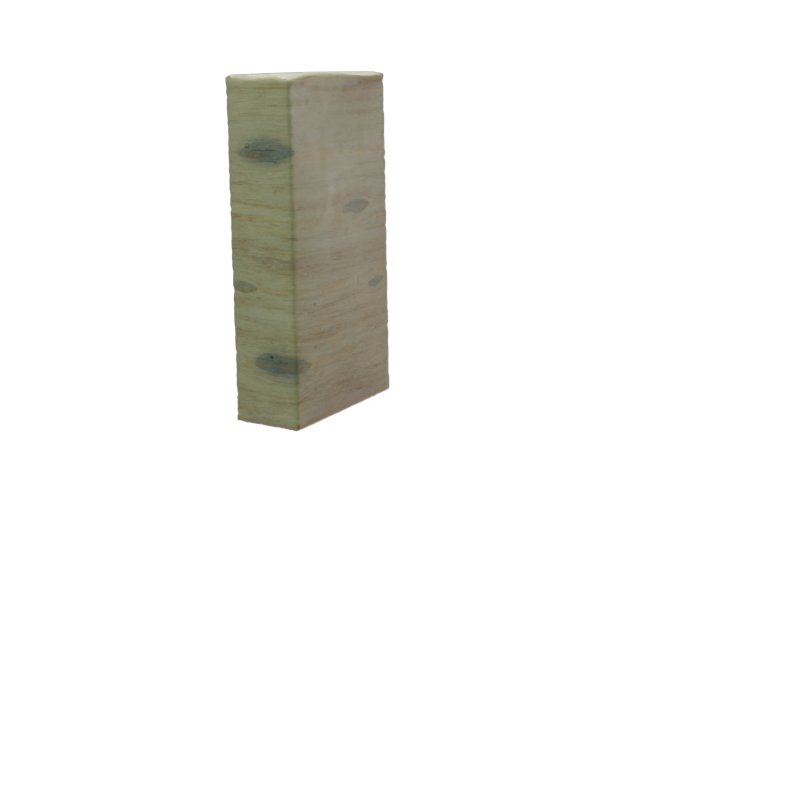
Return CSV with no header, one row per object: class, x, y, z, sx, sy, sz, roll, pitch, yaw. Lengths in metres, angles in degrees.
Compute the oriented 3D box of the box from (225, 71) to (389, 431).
box,-0.045,-0.083,0.580,0.050,0.172,0.092,7,14,30
